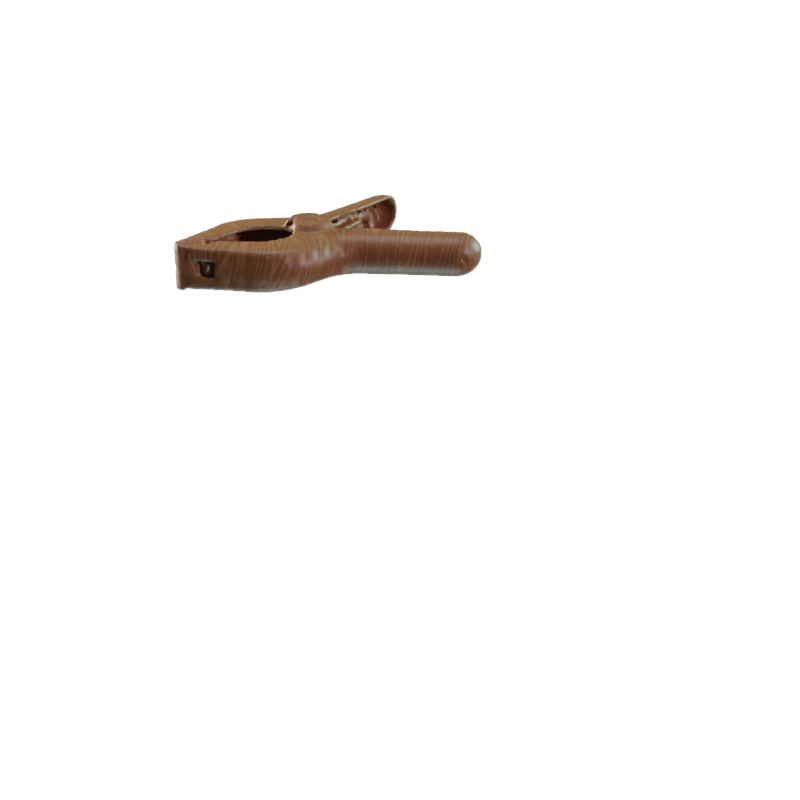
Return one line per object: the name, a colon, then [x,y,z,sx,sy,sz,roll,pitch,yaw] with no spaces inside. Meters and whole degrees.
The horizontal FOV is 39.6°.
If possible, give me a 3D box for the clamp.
clamp: [-0.052,-0.094,0.658,0.168,0.038,0.126,-5,18,-15]
